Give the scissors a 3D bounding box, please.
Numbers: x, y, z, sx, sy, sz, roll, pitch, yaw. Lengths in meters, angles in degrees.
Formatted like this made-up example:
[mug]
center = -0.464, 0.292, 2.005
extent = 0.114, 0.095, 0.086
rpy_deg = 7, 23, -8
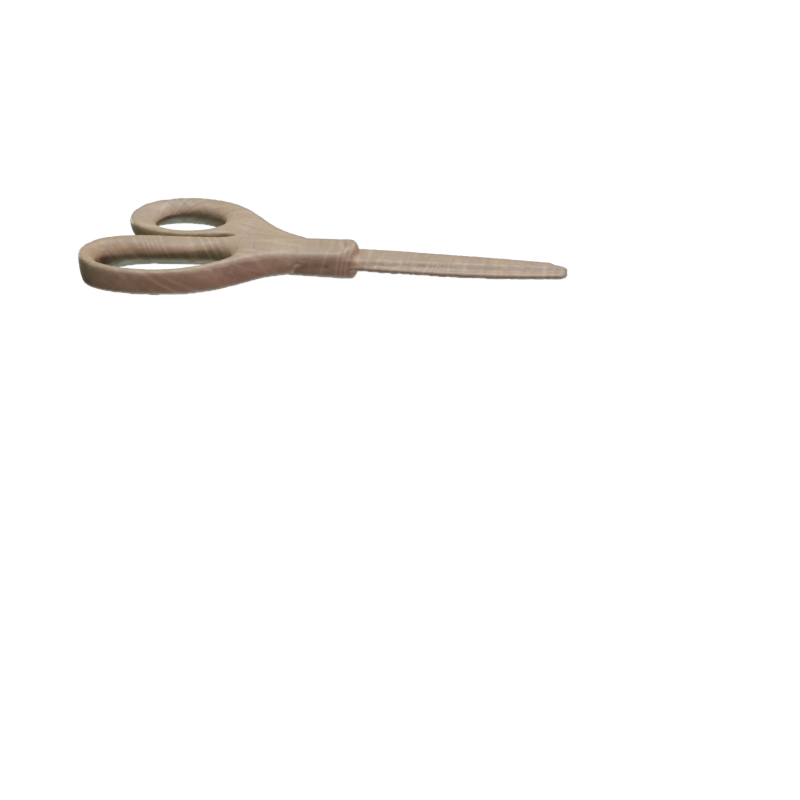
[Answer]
[scissors]
center = -0.038, -0.070, 0.490
extent = 0.200, 0.015, 0.102
rpy_deg = -3, 29, -6
